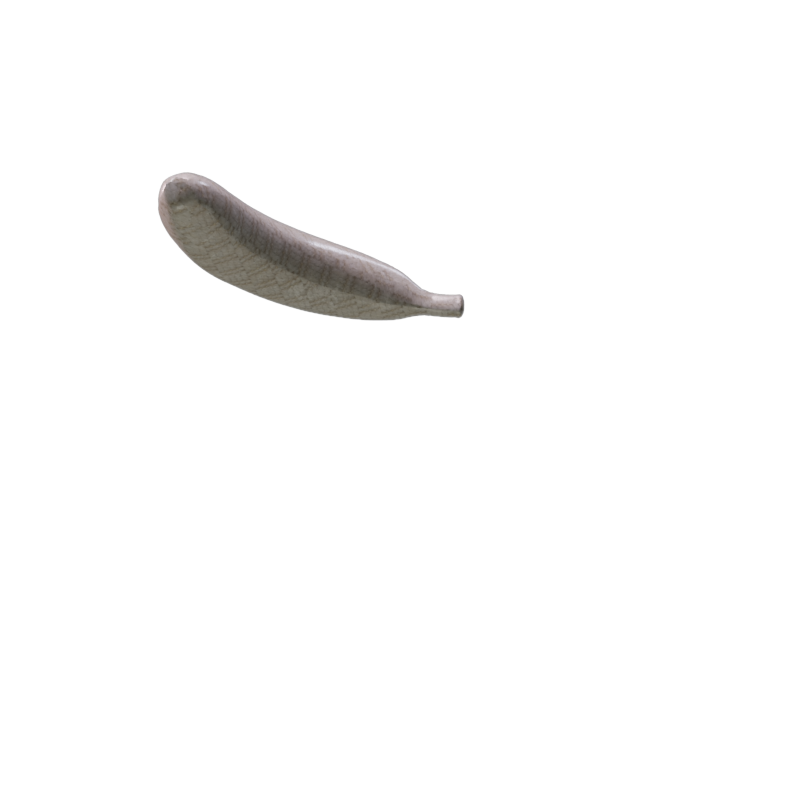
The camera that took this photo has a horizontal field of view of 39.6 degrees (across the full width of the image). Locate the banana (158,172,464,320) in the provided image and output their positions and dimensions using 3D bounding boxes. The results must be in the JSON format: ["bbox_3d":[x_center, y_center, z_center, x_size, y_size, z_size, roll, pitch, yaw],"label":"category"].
[{"bbox_3d":[-0.053,-0.071,0.536,0.071,0.038,0.186,-13,-19,40],"label":"banana"}]
